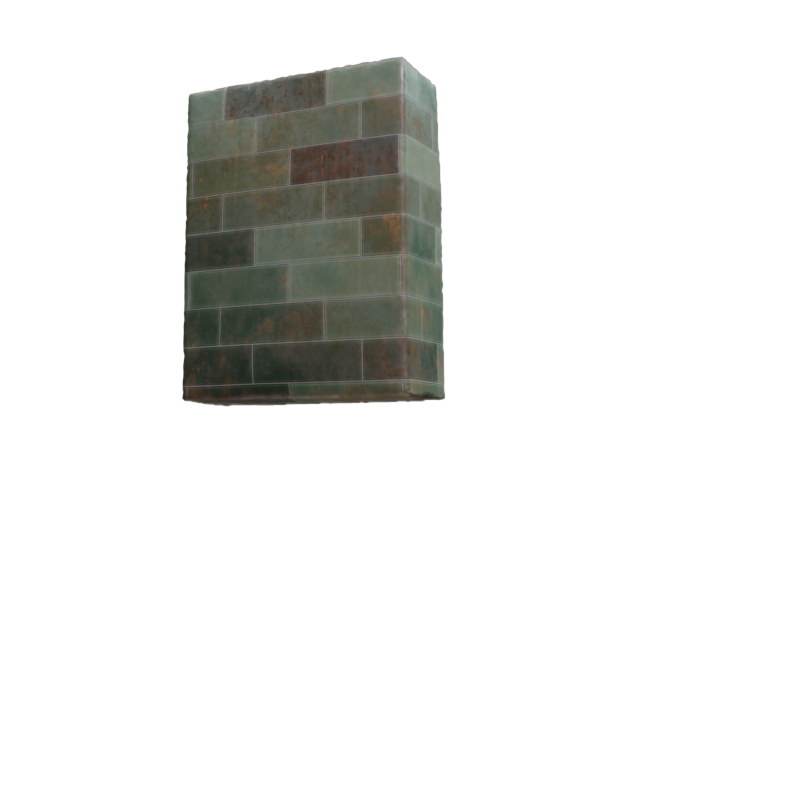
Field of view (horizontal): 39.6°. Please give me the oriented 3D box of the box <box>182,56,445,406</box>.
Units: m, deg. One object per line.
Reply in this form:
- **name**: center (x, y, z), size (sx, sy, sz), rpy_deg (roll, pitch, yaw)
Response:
- **box**: center (-0.058, -0.105, 0.739), size (0.168, 0.219, 0.068), rpy_deg (-4, -11, 25)
